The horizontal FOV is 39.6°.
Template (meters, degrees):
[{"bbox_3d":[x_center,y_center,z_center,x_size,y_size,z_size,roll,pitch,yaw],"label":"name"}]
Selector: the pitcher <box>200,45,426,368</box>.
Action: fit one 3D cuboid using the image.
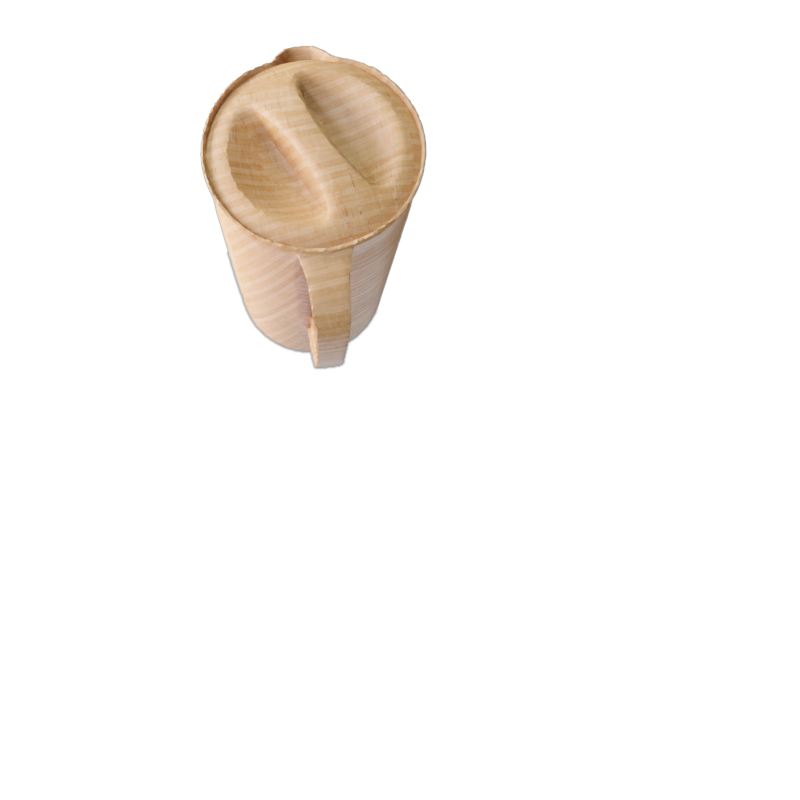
[{"bbox_3d":[-0.059,-0.107,0.752,0.149,0.152,0.232,36,-17,8],"label":"pitcher"}]
